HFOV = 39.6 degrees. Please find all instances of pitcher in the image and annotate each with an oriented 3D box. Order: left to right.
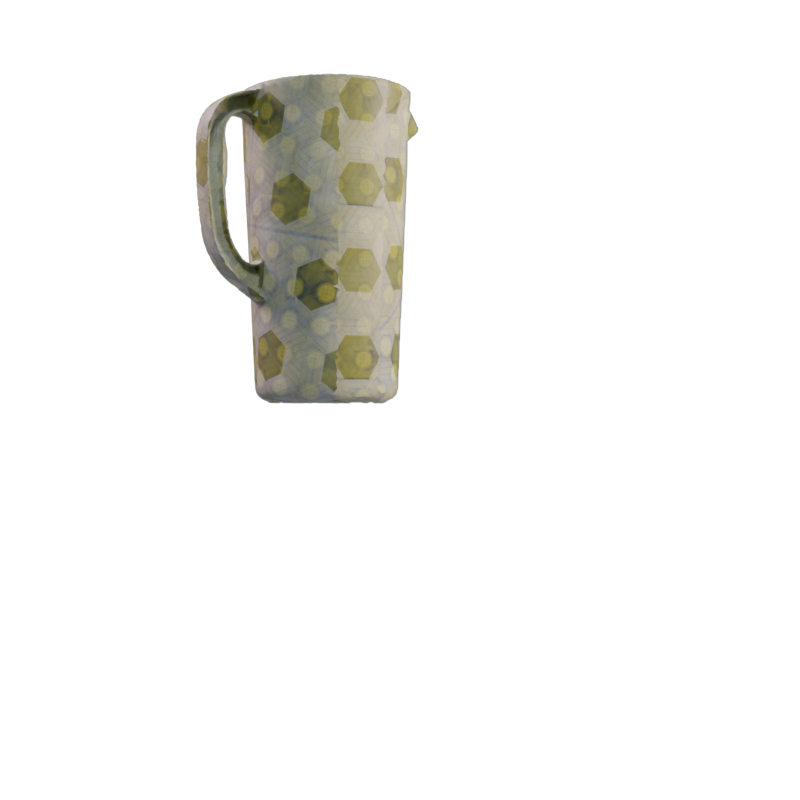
[{"bbox_3d":[-0.066,-0.120,0.843,0.151,0.247,0.141,-1,-6,11],"label":"pitcher"}]
